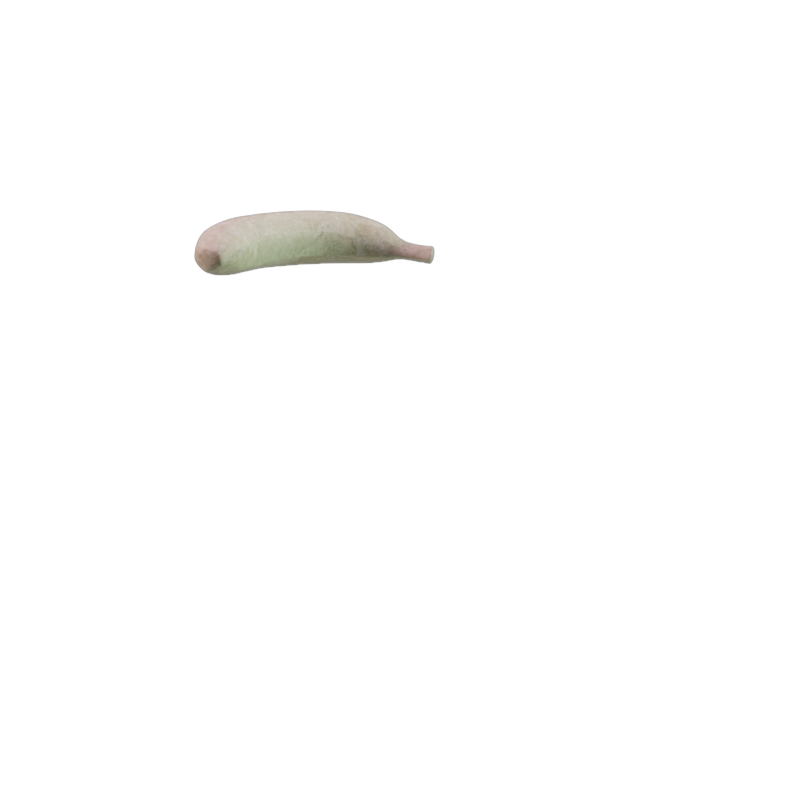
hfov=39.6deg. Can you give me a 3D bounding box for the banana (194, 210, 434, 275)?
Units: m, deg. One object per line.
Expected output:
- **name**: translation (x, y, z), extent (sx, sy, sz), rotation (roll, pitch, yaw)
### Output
- **banana**: translation (-0.065, -0.102, 0.708), extent (0.073, 0.036, 0.192), rotation (9, 14, 43)
